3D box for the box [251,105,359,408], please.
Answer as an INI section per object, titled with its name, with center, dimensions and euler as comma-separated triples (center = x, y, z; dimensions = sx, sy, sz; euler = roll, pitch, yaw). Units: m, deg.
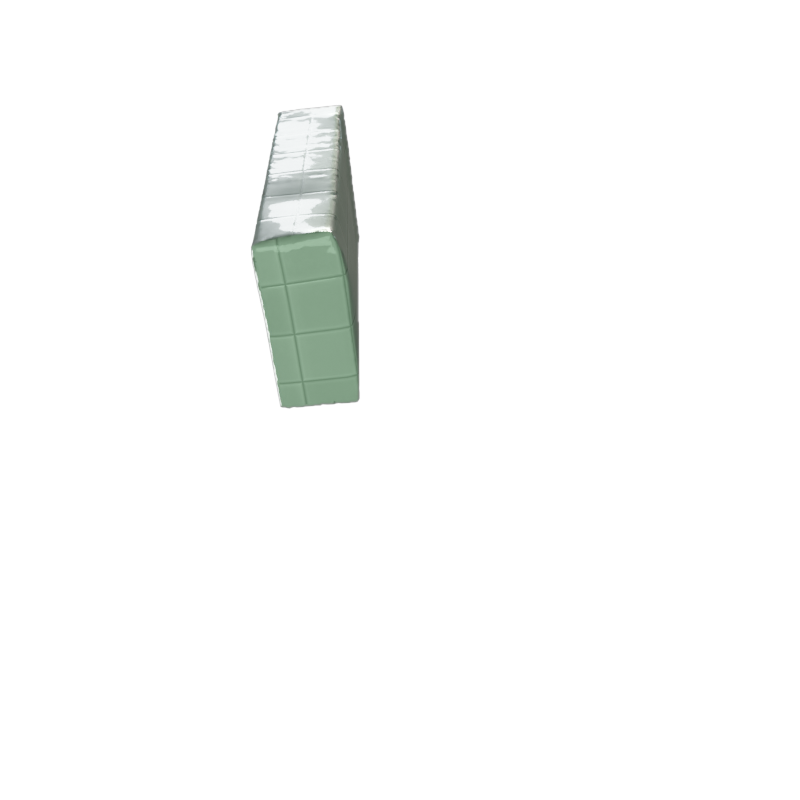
[box]
center = -0.047, -0.085, 0.594
dimensions = 0.048, 0.088, 0.187
euler = -7, 31, 0
